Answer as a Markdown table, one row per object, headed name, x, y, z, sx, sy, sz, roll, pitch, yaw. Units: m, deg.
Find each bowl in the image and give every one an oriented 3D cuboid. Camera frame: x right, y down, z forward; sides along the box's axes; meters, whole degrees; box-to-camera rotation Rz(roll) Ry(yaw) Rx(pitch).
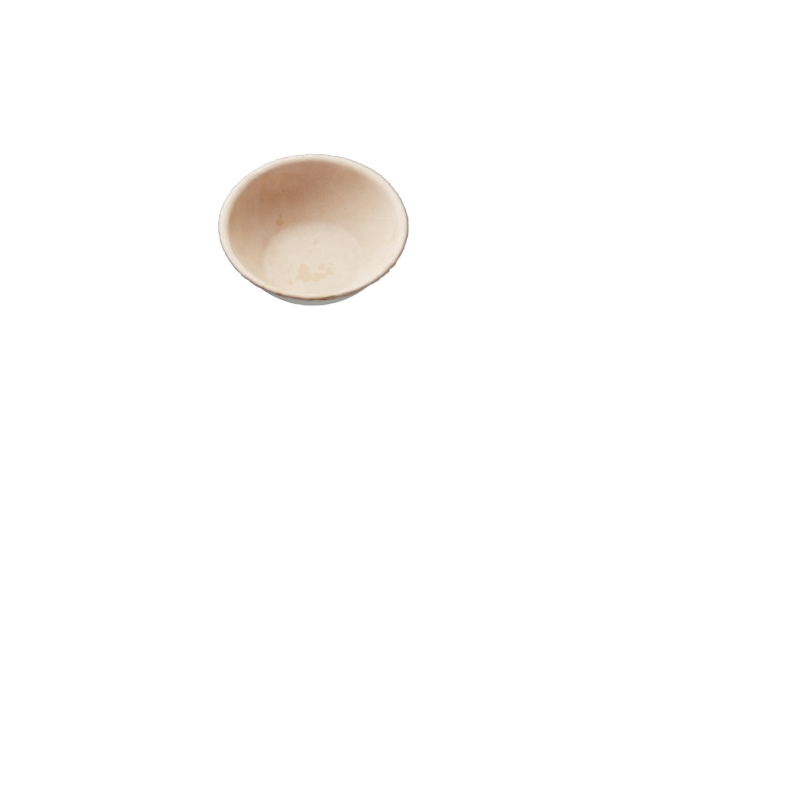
| name | x | y | z | sx | sy | sz | roll | pitch | yaw |
| --- | --- | --- | --- | --- | --- | --- | --- | --- | --- |
| bowl | -0.075 | -0.137 | 0.960 | 0.162 | 0.174 | 0.051 | -1 | -36 | -1 |
